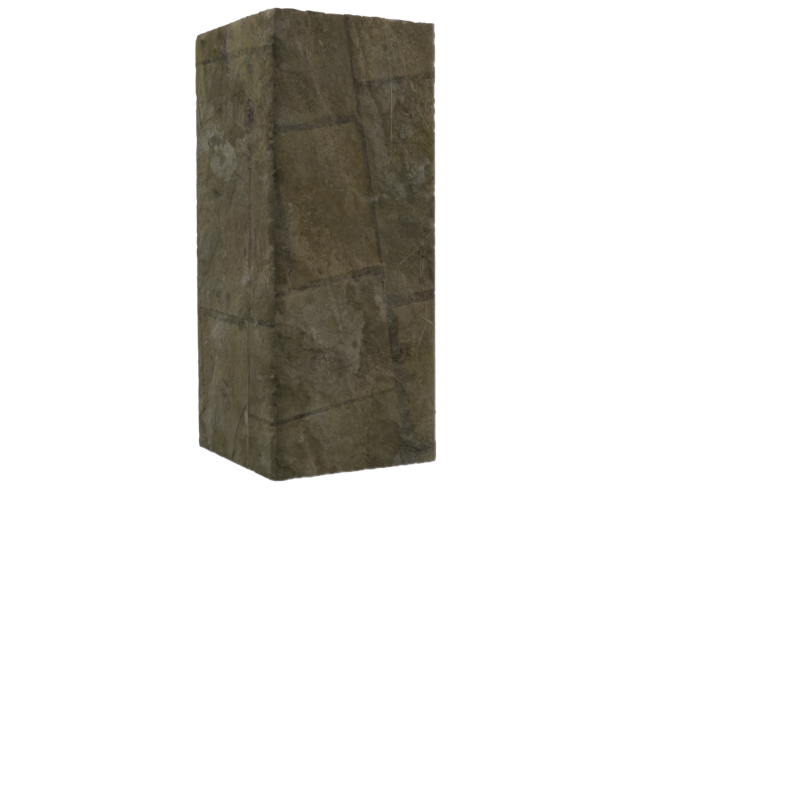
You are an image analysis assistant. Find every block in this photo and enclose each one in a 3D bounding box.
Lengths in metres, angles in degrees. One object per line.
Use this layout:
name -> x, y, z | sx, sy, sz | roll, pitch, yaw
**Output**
block -> -0.043, -0.077, 0.539 | 0.087, 0.205, 0.094 | -2, 3, -31
